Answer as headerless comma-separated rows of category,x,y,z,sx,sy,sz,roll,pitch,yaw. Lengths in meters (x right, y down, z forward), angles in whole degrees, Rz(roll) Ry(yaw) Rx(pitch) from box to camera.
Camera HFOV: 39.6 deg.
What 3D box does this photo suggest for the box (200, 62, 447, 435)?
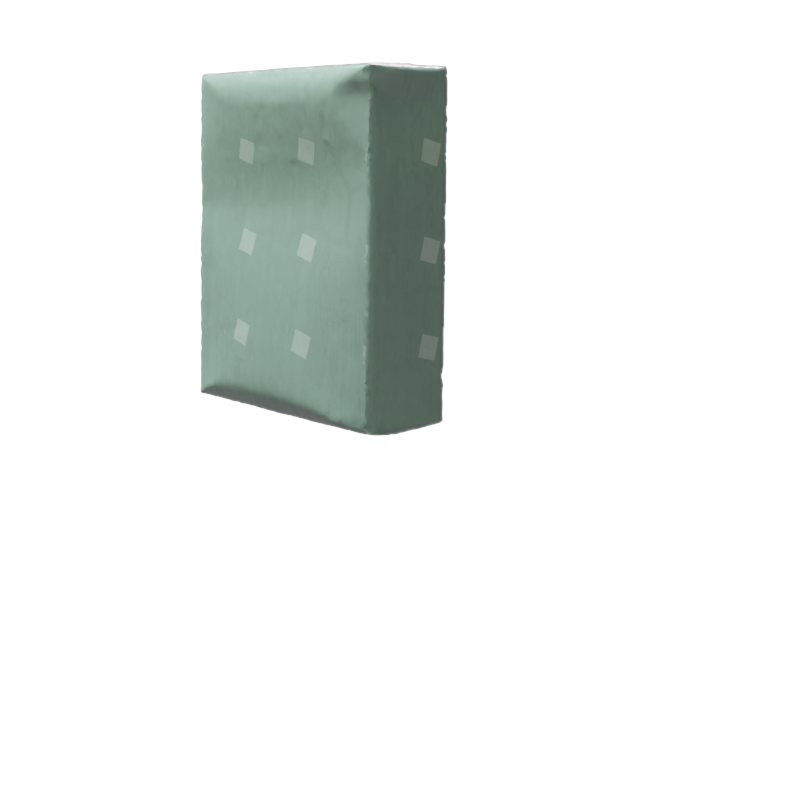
box,-0.054,-0.098,0.690,0.069,0.211,0.172,-5,10,-43
